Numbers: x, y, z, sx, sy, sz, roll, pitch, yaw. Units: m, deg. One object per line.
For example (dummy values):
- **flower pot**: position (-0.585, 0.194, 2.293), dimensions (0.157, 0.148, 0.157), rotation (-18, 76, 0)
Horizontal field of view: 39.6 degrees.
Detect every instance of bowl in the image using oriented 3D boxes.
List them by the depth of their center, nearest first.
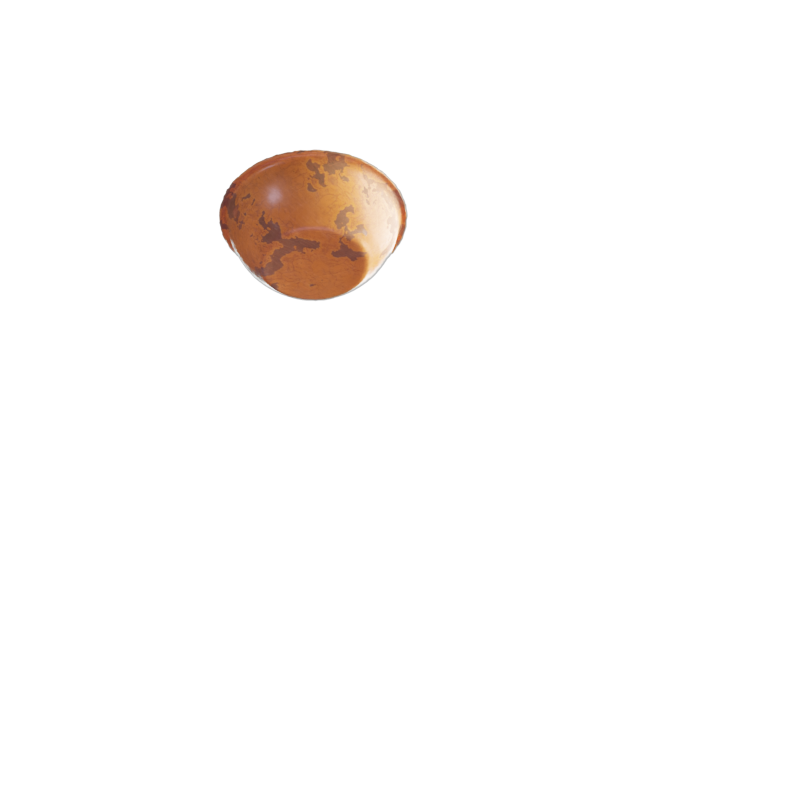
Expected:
- **bowl**: position (-0.073, -0.134, 0.936), dimensions (0.162, 0.059, 0.151), rotation (1, -39, -1)
